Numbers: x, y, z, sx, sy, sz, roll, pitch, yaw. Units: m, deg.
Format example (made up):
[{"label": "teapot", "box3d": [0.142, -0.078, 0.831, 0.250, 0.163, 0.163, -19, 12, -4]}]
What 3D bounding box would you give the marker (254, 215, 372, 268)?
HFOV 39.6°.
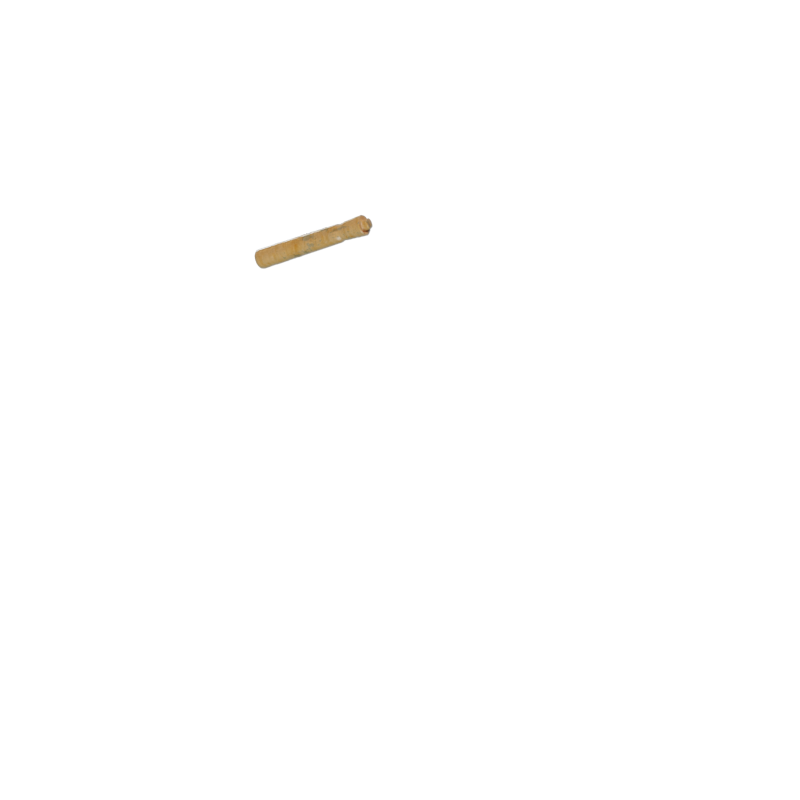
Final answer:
[{"label": "marker", "box3d": [-0.078, -0.142, 0.992, 0.123, 0.020, 0.019, -13, -3, 31]}]
